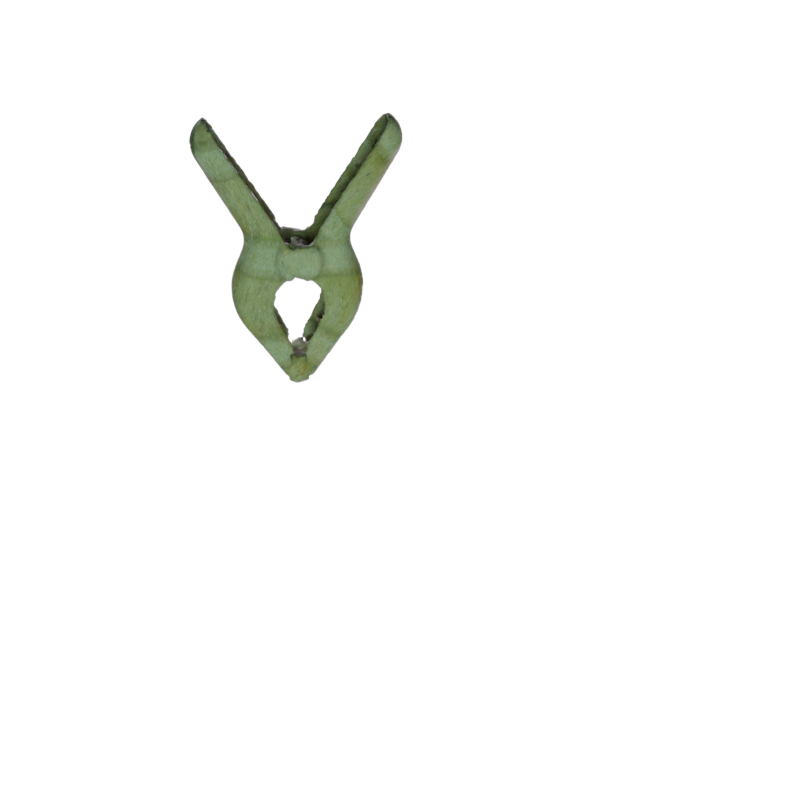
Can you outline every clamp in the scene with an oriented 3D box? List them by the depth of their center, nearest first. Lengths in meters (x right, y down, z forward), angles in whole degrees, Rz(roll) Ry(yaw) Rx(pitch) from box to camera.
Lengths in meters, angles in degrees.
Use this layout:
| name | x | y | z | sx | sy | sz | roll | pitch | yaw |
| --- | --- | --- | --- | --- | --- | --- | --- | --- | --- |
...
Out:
| name | x | y | z | sx | sy | sz | roll | pitch | yaw |
| --- | --- | --- | --- | --- | --- | --- | --- | --- | --- |
| clamp | -0.052 | -0.094 | 0.658 | 0.120 | 0.161 | 0.041 | -7 | 27 | 3 |
